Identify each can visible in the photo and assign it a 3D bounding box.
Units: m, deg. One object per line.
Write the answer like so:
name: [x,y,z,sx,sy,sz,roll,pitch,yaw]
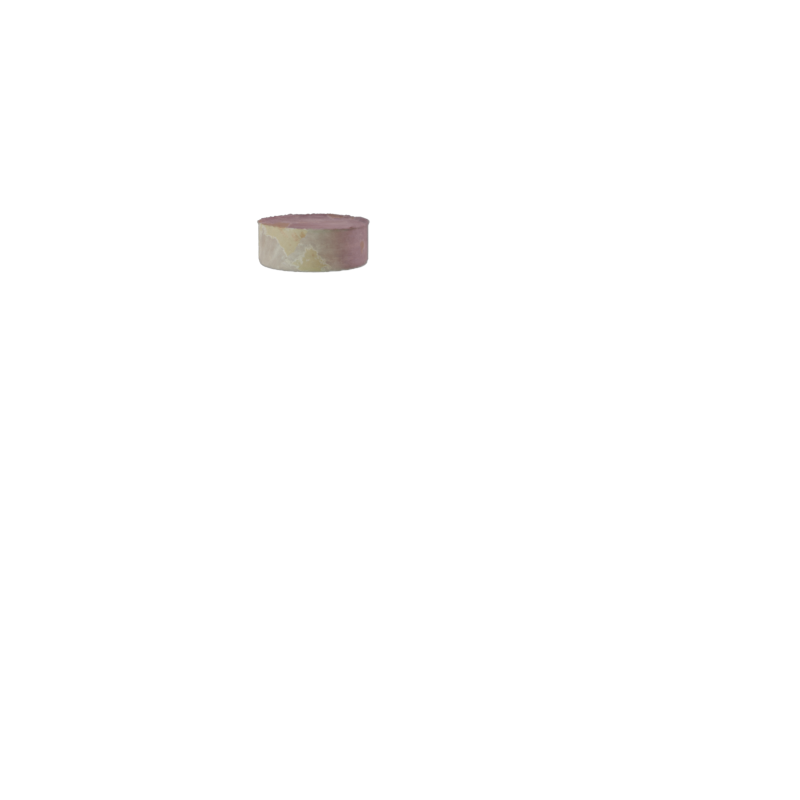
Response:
can: [-0.066,-0.121,0.848,0.086,0.033,0.089,0,16,-2]
